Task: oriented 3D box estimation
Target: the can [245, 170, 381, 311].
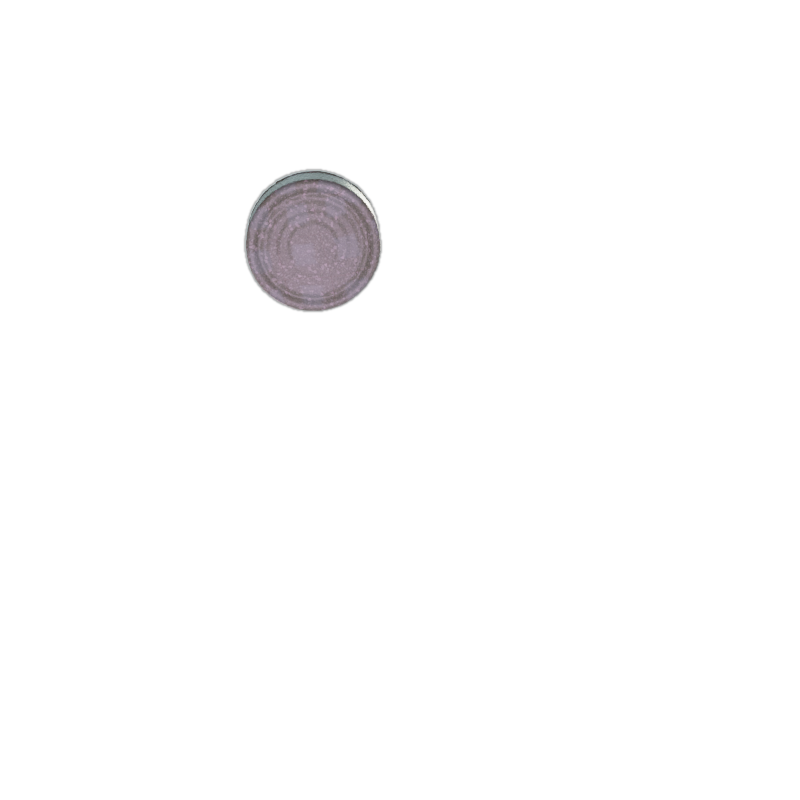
[{"bbox_3d":[-0.055,-0.100,0.698,0.086,0.083,0.035,0,14,-1],"label":"can"}]
